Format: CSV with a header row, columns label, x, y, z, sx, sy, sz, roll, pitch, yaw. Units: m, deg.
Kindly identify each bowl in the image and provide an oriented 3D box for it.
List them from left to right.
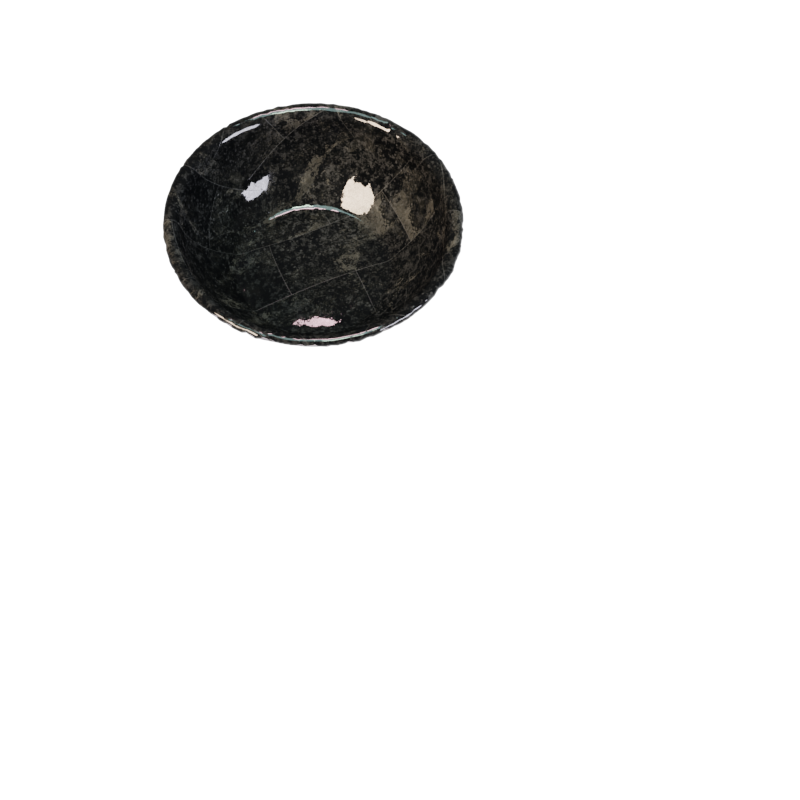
label,x,y,z,sx,sy,sz,roll,pitch,yaw
bowl,-0.048,-0.088,0.617,0.162,0.173,0.052,-1,-32,-1
